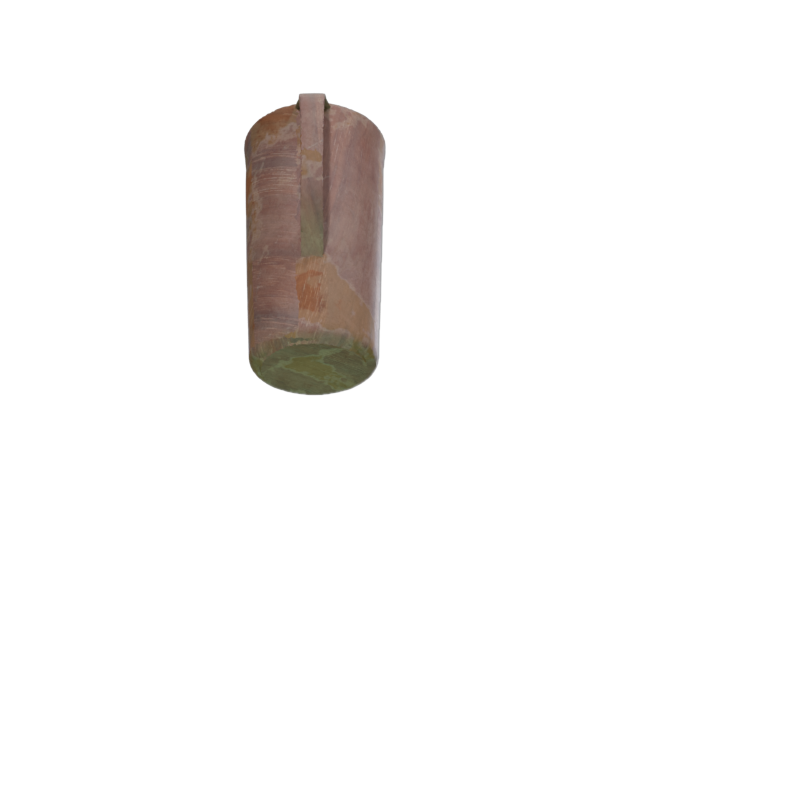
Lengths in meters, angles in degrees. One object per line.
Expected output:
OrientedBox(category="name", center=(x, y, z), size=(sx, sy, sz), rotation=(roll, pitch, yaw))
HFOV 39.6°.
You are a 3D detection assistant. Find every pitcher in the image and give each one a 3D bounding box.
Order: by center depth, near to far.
OrientedBox(category="pitcher", center=(-0.076, -0.138, 0.968), size=(0.145, 0.260, 0.139), rotation=(-28, -40, 34))
